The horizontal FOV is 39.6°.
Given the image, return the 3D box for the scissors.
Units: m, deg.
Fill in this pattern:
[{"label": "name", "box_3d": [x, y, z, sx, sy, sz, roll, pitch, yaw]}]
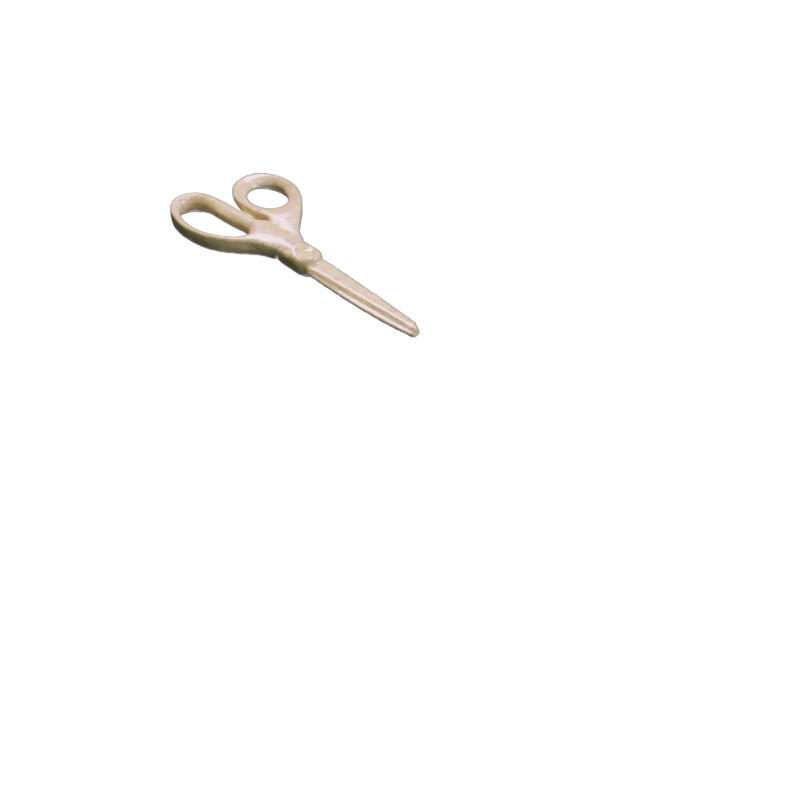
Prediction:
[{"label": "scissors", "box_3d": [-0.055, -0.101, 0.708, 0.212, 0.015, 0.098, 23, 45, 24]}]
